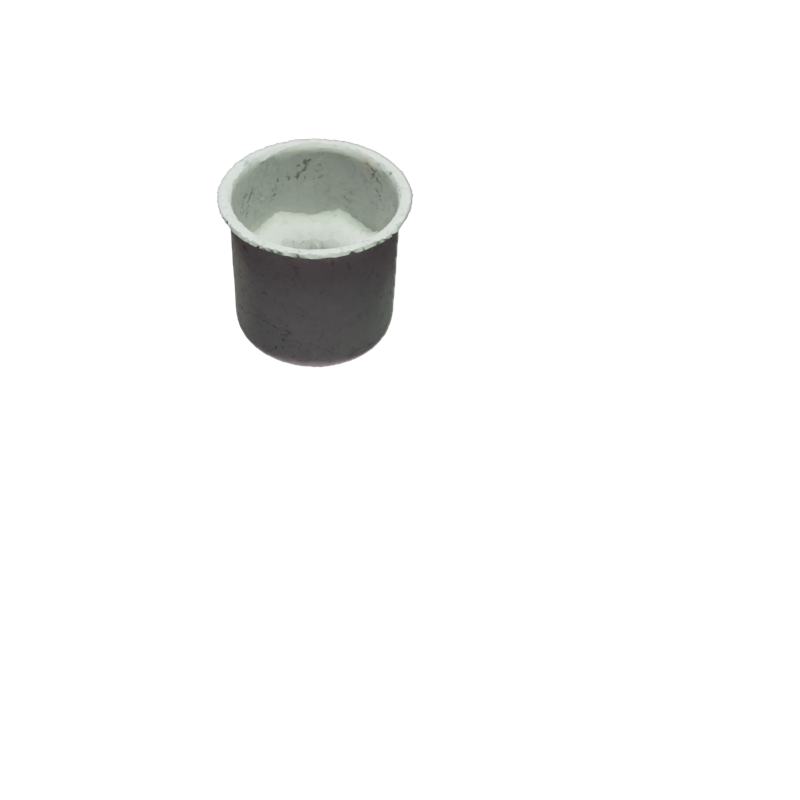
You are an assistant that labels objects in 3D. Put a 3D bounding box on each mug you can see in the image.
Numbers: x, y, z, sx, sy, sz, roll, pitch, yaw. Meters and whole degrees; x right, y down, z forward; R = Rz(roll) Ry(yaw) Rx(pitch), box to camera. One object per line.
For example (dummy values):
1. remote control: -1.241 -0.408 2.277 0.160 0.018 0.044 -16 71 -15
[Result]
1. mug: -0.044 -0.080 0.562 0.093 0.076 0.126 -3 44 -5
